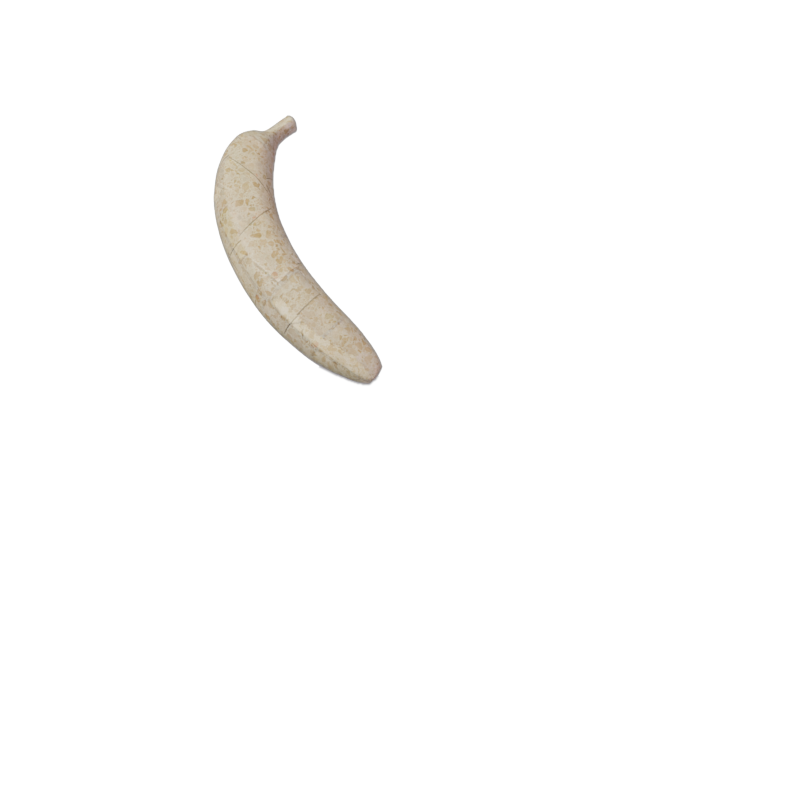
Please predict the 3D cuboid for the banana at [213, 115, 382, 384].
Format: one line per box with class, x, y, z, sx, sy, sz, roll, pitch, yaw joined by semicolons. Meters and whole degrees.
banana;-0.071;-0.094;0.666;0.069;0.211;0.035;-14;-28;-8
